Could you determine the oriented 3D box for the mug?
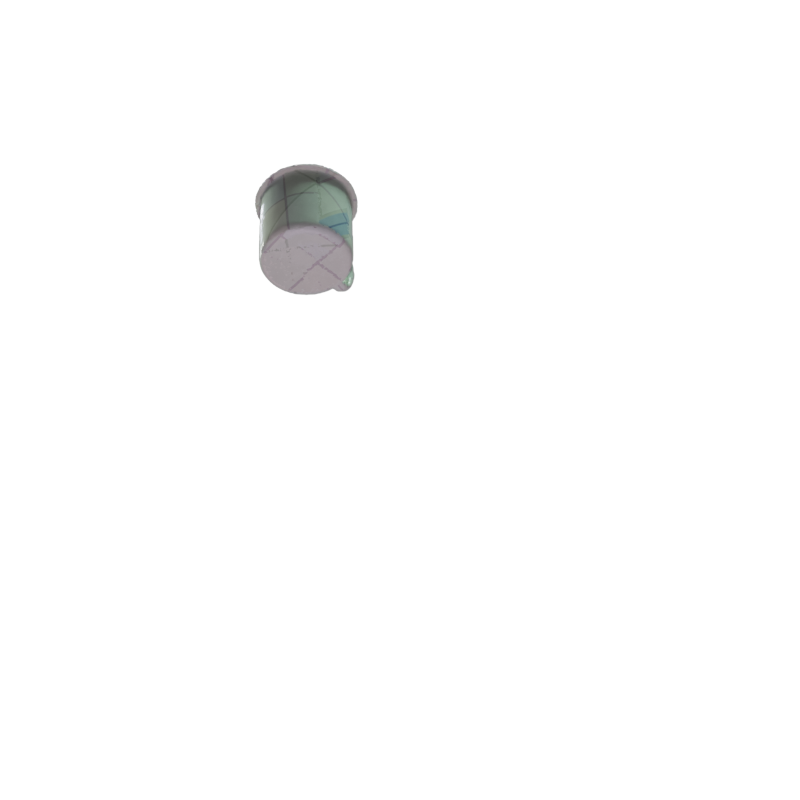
[{"bbox_3d":[-0.077,-0.140,0.983,0.093,0.087,0.108,-23,-49,20],"label":"mug"}]
